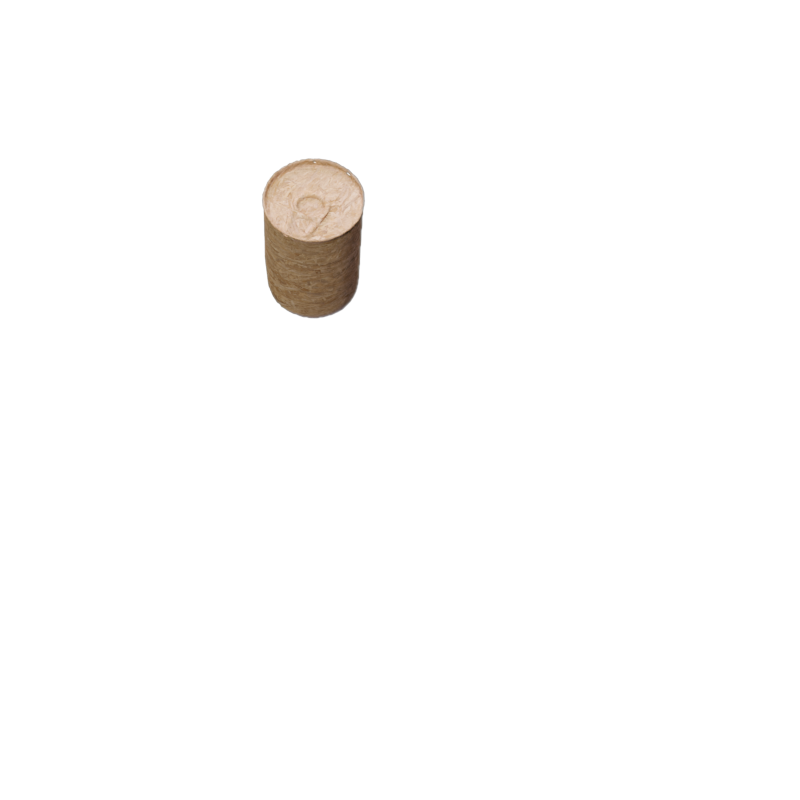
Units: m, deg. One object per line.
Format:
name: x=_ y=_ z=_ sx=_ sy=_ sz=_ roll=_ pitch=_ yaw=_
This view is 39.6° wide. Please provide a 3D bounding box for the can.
can: x=-0.060 y=-0.110 z=0.772 sx=0.068 sy=0.073 sz=0.096 roll=0 pitch=-30 yaw=-3
